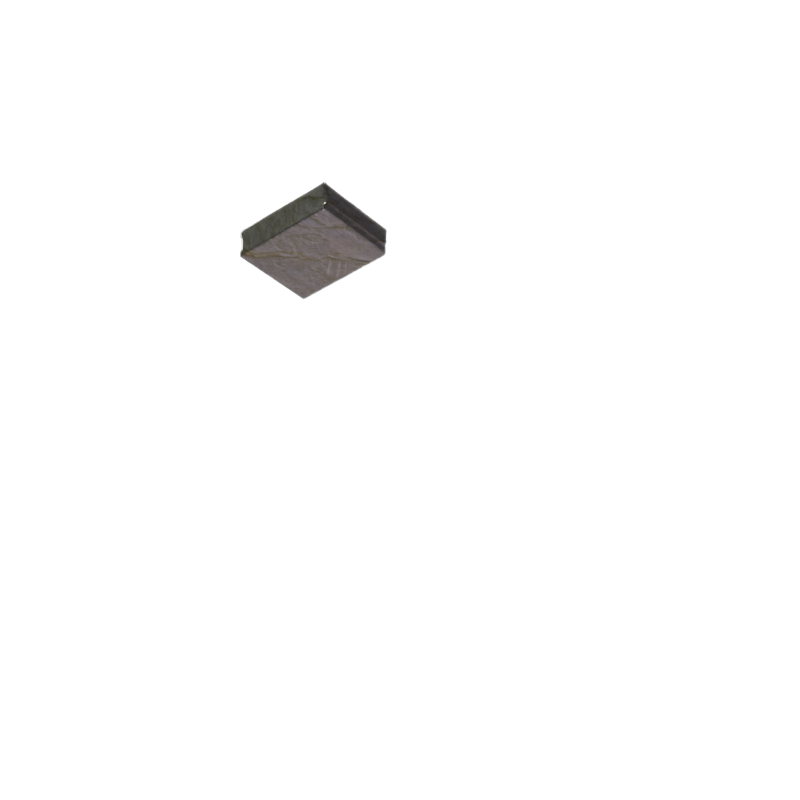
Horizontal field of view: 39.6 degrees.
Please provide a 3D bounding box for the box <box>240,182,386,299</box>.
[{"bbox_3d":[-0.066,-0.121,0.850,0.089,0.032,0.068,-26,-42,32],"label":"box"}]
